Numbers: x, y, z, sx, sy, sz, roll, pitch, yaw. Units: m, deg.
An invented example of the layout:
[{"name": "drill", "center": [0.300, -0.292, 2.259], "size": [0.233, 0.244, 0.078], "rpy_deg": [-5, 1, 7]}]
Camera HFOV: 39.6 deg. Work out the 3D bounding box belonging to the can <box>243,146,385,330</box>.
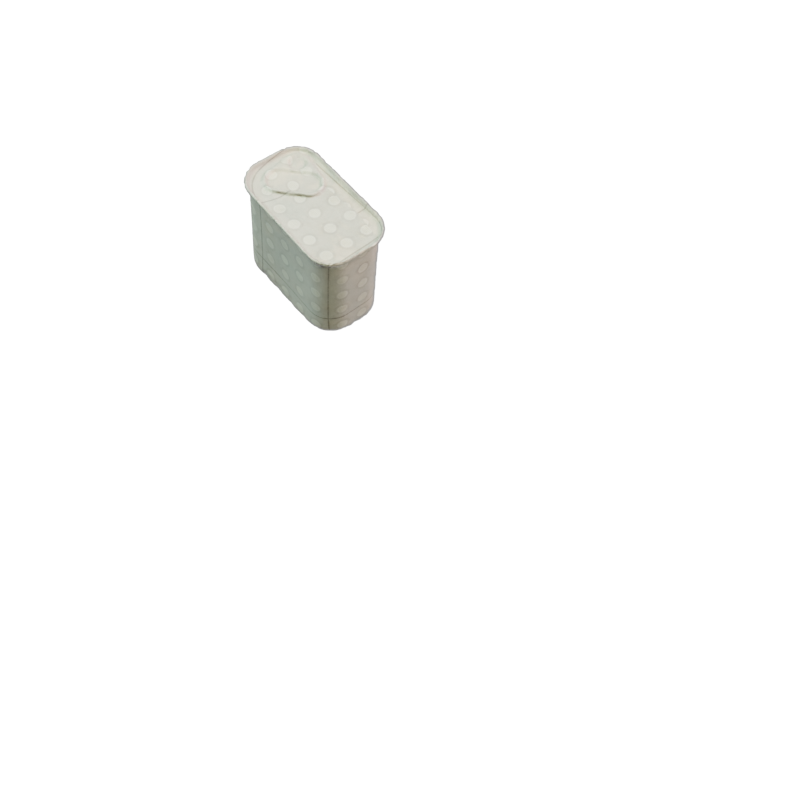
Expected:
[{"name": "can", "center": [-0.059, -0.107, 0.750], "size": [0.058, 0.109, 0.078], "rpy_deg": [-31, -28, -21]}]
